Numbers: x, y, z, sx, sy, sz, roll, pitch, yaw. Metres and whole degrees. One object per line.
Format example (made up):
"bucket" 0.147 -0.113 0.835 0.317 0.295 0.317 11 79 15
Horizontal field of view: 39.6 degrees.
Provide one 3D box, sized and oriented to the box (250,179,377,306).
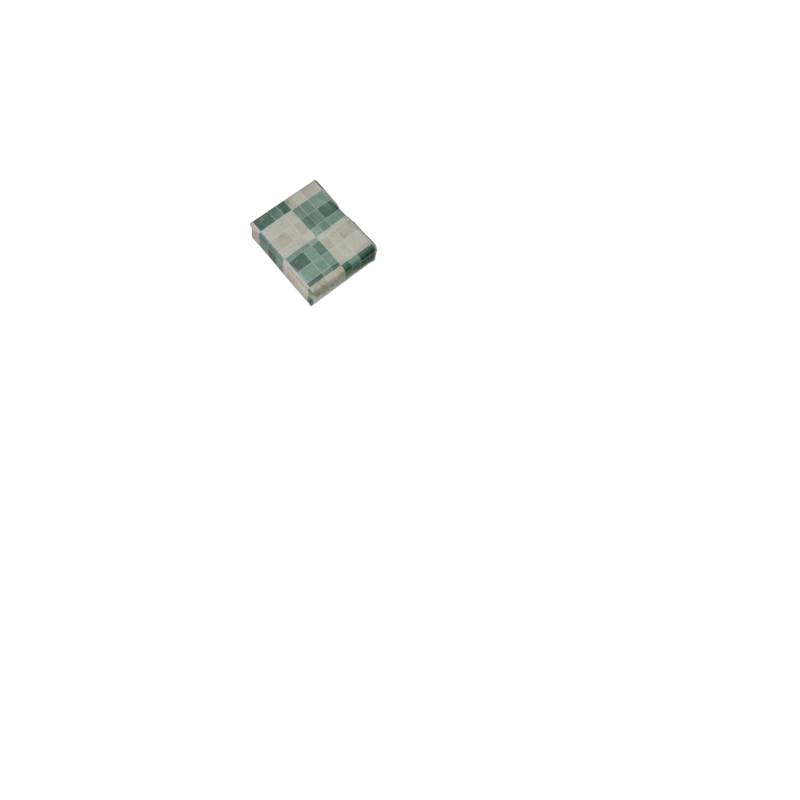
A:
"box" -0.075 -0.138 0.966 0.073 0.094 0.028 -36 -20 -16
